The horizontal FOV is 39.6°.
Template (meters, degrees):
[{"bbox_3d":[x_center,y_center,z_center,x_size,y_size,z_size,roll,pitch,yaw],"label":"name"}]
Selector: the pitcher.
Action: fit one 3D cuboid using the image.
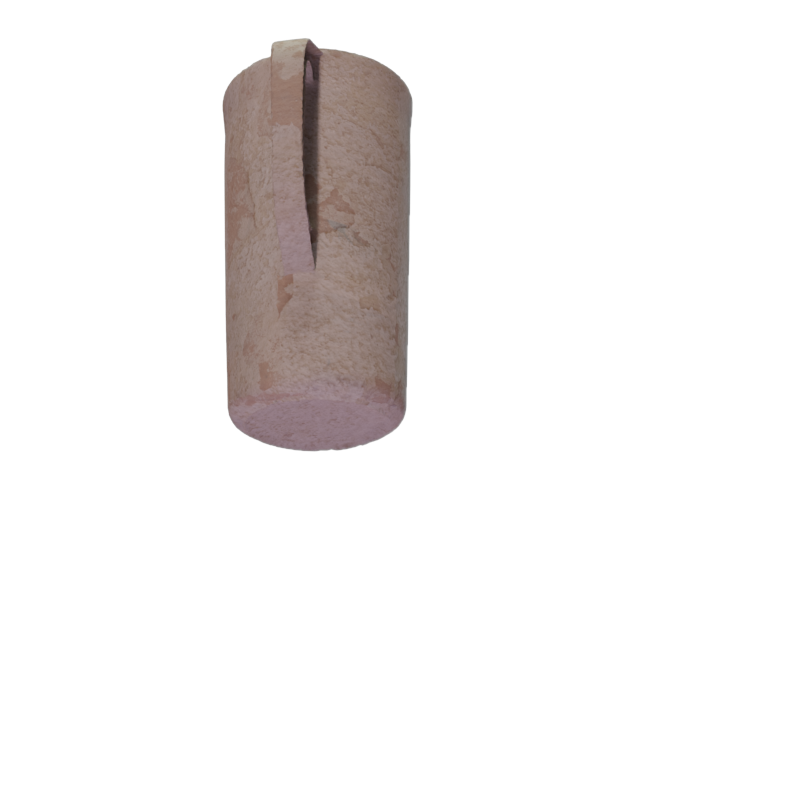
[{"bbox_3d":[-0.056,-0.102,0.713,0.141,0.258,0.144,19,-33,-34],"label":"pitcher"}]
